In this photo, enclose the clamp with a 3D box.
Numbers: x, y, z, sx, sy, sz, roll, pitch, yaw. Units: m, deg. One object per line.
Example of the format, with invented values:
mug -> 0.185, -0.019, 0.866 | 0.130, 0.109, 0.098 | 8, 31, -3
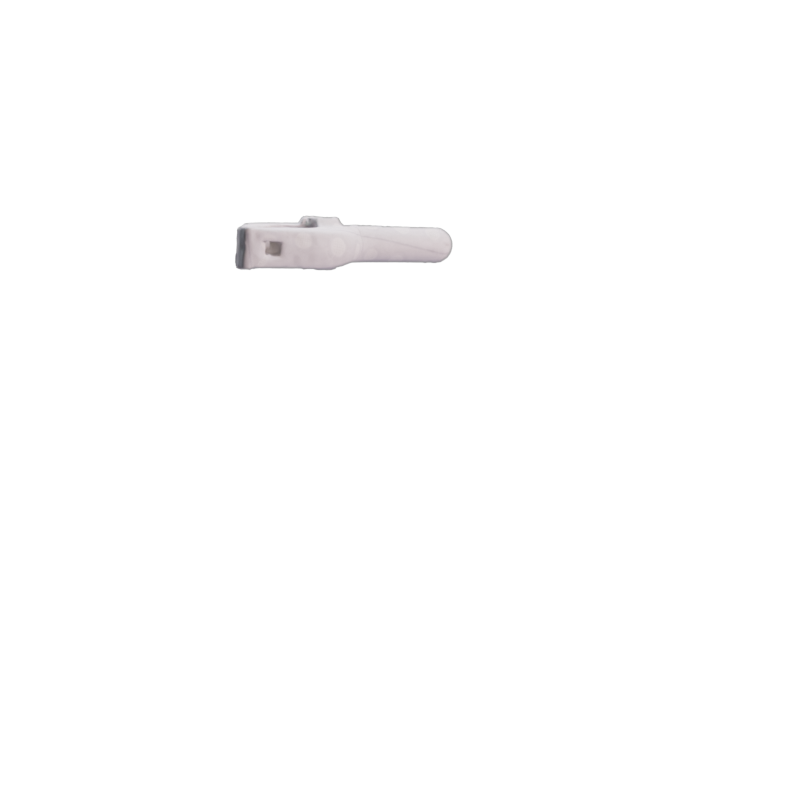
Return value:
clamp -> -0.060, -0.109, 0.761 | 0.125, 0.039, 0.165 | 5, 8, 43
